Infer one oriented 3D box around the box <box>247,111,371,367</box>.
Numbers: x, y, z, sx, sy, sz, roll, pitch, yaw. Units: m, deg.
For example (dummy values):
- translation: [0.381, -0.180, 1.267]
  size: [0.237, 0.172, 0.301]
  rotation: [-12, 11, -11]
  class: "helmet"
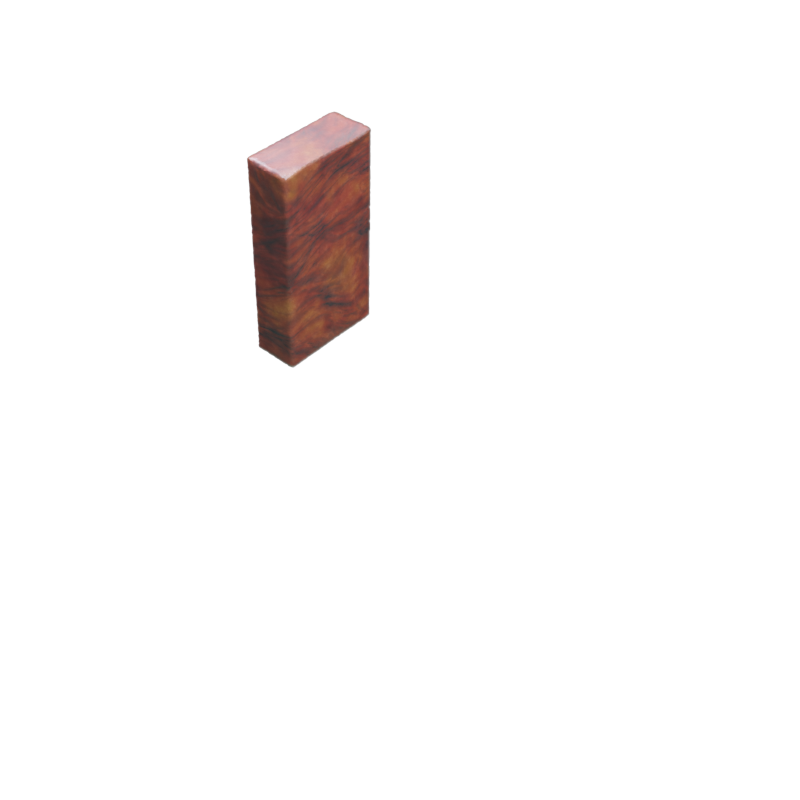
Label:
- translation: [-0.066, -0.120, 0.839]
  size: [0.051, 0.164, 0.094]
  rotation: [31, 48, 28]
  class: "box"
